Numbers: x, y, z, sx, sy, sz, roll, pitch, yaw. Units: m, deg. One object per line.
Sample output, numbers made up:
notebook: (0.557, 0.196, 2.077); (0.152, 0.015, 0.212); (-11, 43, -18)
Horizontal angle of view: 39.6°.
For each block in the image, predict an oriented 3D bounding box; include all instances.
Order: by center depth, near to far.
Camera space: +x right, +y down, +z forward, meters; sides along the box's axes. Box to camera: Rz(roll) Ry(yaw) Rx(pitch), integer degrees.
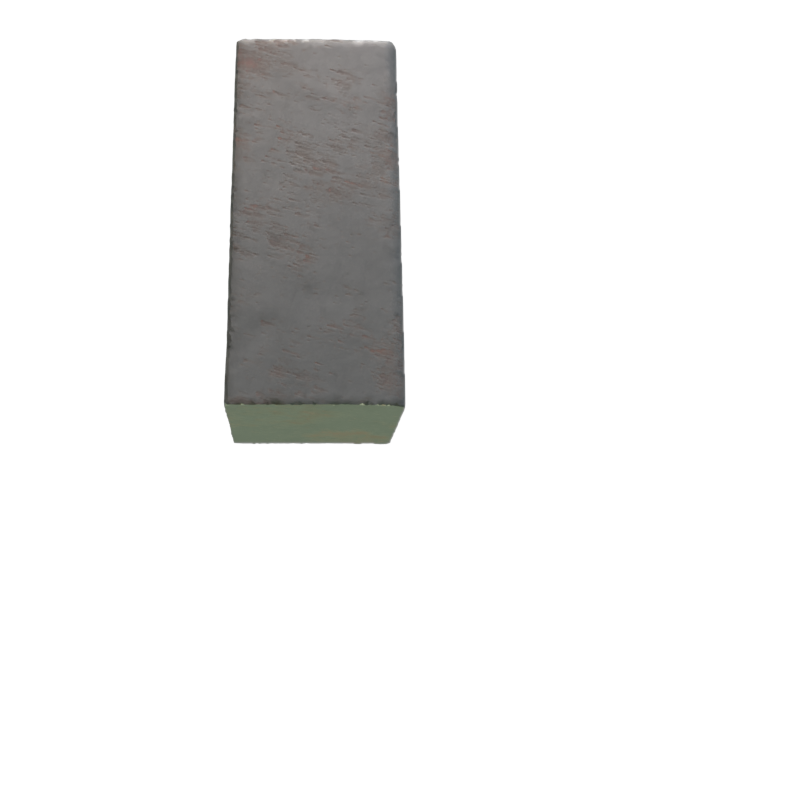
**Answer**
block: (-0.047, -0.088, 0.613); (0.090, 0.216, 0.087); (0, -20, -4)
